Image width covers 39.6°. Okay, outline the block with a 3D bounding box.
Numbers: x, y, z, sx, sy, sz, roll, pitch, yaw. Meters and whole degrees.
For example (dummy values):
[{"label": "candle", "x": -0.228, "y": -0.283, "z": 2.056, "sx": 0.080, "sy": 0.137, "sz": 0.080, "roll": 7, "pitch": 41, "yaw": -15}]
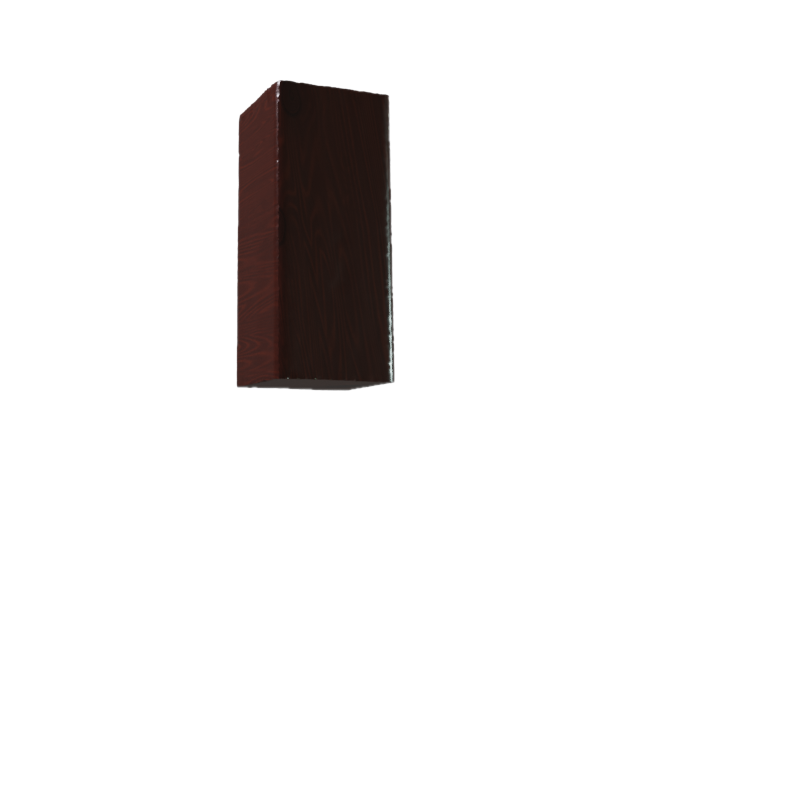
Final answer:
[{"label": "block", "x": -0.063, "y": -0.114, "z": 0.800, "sx": 0.087, "sy": 0.212, "sz": 0.091, "roll": 4, "pitch": -11, "yaw": -24}]
